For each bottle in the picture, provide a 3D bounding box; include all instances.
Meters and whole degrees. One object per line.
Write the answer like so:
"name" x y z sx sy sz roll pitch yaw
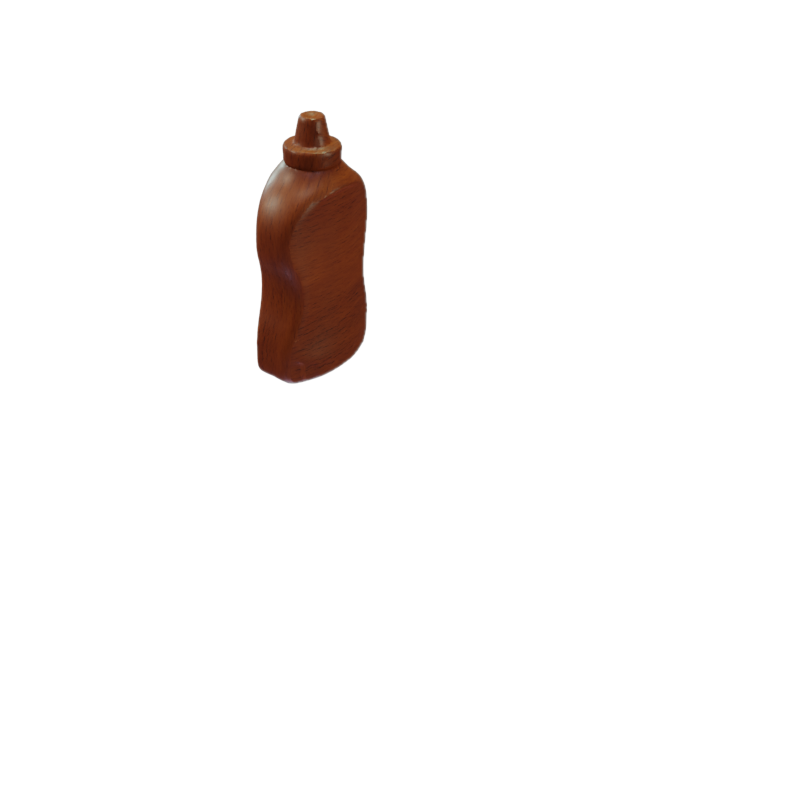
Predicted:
"bottle" -0.062 -0.113 0.793 0.062 0.181 0.096 23 35 32
